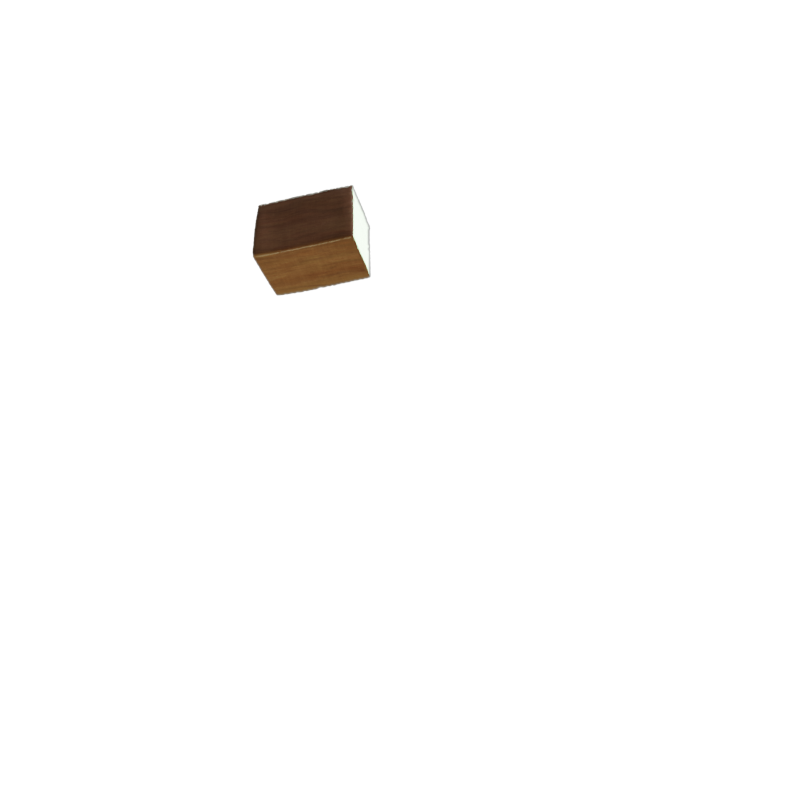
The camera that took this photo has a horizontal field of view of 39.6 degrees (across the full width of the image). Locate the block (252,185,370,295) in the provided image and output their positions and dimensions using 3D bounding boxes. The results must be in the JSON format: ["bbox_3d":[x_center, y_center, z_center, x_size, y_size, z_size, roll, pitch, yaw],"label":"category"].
[{"bbox_3d":[-0.065,-0.119,0.836,0.079,0.055,0.049,-10,-38,12],"label":"block"}]
